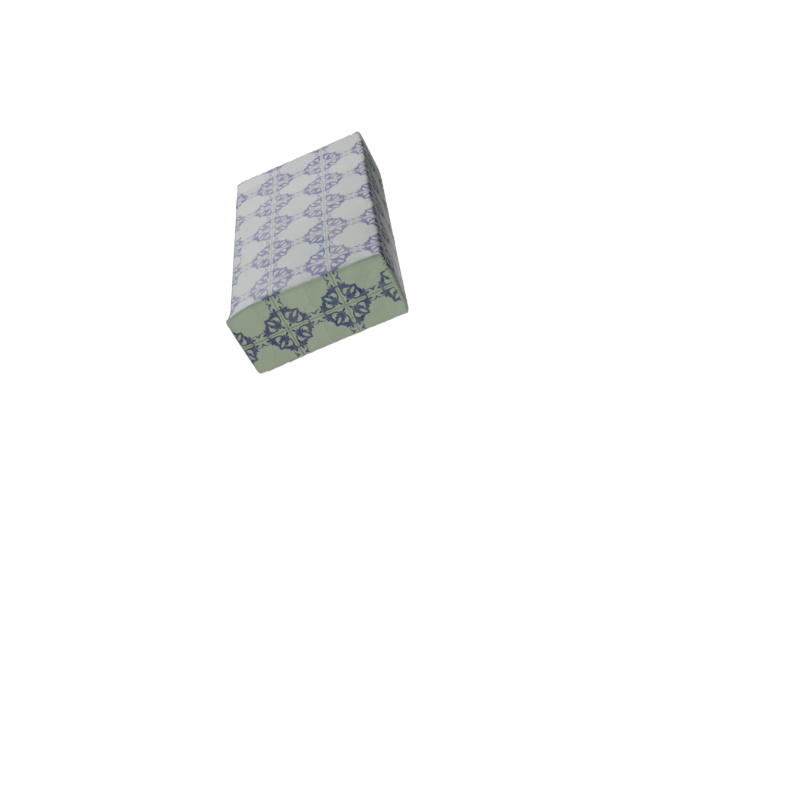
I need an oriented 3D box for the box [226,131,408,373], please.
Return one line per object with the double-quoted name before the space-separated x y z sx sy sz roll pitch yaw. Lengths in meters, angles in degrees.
"box" -0.052 -0.095 0.664 0.094 0.045 0.187 -22 30 9
